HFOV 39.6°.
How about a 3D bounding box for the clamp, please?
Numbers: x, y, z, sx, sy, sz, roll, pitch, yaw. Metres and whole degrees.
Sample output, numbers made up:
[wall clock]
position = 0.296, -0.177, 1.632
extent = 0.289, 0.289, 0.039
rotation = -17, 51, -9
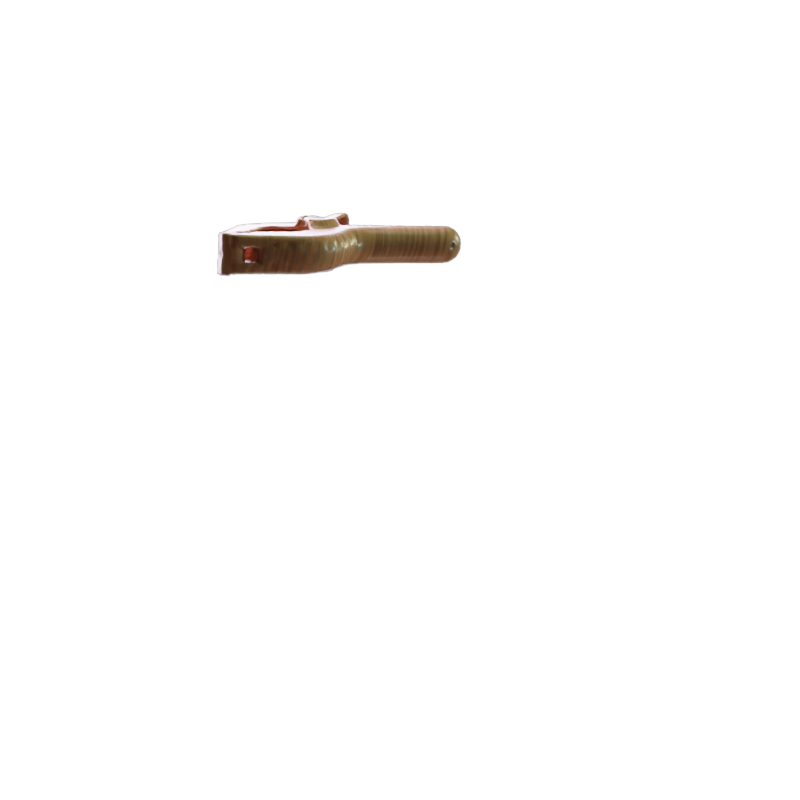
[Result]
[clamp]
position = -0.058, -0.107, 0.746
extent = 0.166, 0.039, 0.126
rotation = -7, 11, -36
